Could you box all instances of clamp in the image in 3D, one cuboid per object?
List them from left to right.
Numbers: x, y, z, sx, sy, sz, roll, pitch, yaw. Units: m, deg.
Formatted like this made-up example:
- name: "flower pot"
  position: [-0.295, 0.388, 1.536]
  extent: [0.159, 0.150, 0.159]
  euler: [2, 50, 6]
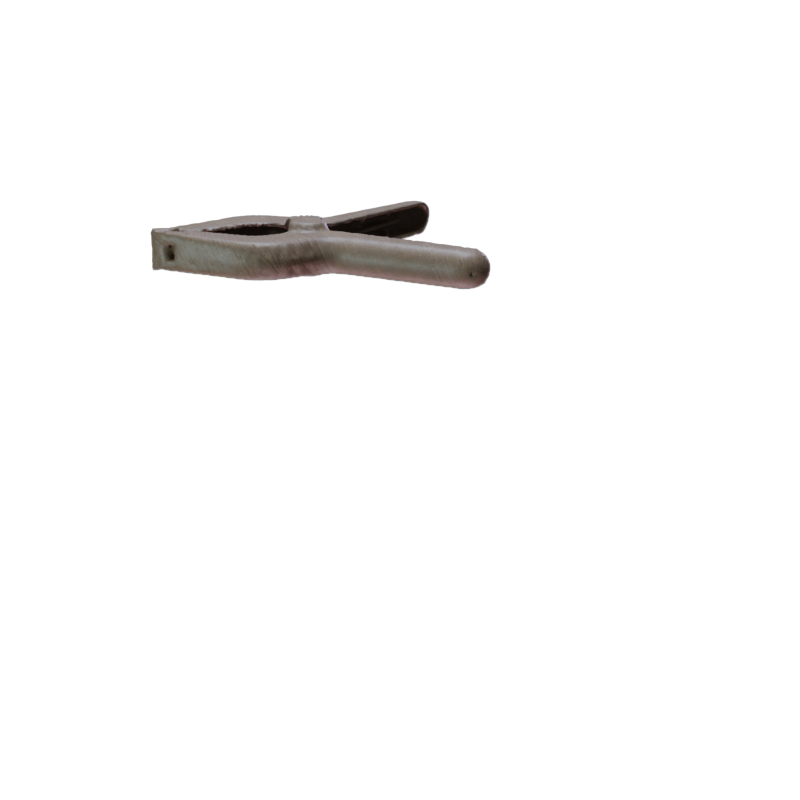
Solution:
- name: "clamp"
  position: [-0.058, -0.105, 0.738]
  extent: [0.209, 0.035, 0.171]
  euler: [-1, 20, -3]
